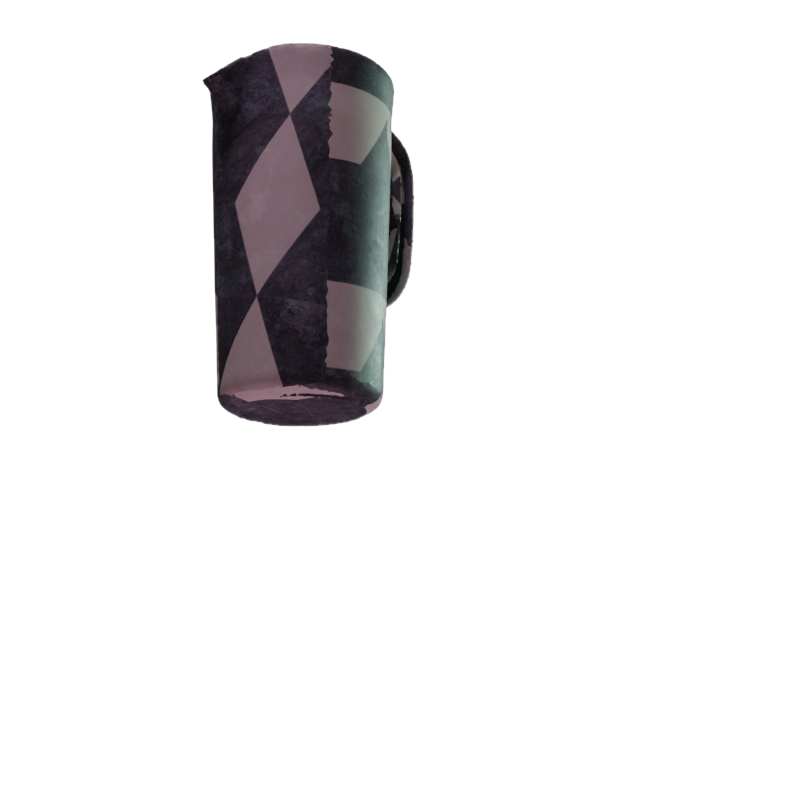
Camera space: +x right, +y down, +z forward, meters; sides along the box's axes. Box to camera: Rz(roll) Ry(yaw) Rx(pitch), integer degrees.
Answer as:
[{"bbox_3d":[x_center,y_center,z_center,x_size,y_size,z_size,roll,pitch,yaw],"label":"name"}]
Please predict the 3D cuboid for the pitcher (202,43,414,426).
[{"bbox_3d":[-0.060,-0.110,0.767,0.149,0.255,0.138,-1,-19,-1],"label":"pitcher"}]
